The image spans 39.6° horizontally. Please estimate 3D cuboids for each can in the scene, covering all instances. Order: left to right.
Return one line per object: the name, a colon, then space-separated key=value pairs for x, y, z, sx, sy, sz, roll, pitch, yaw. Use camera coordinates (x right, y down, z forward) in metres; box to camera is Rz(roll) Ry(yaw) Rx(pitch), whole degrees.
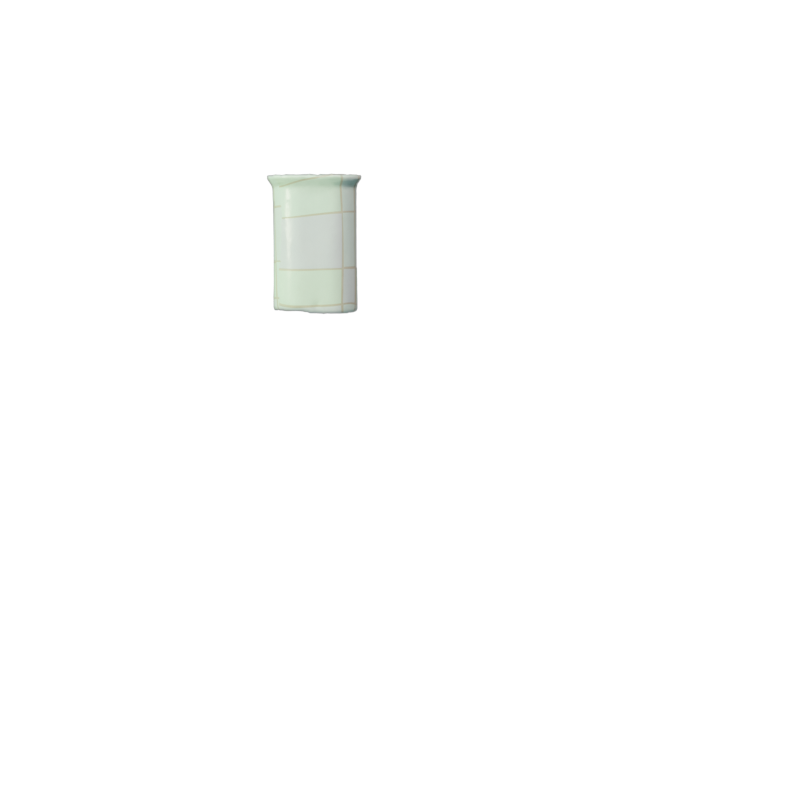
can: x=-0.055 y=-0.101 z=0.706 sx=0.057 sy=0.083 sz=0.103 roll=0 pitch=6 yaw=-4
